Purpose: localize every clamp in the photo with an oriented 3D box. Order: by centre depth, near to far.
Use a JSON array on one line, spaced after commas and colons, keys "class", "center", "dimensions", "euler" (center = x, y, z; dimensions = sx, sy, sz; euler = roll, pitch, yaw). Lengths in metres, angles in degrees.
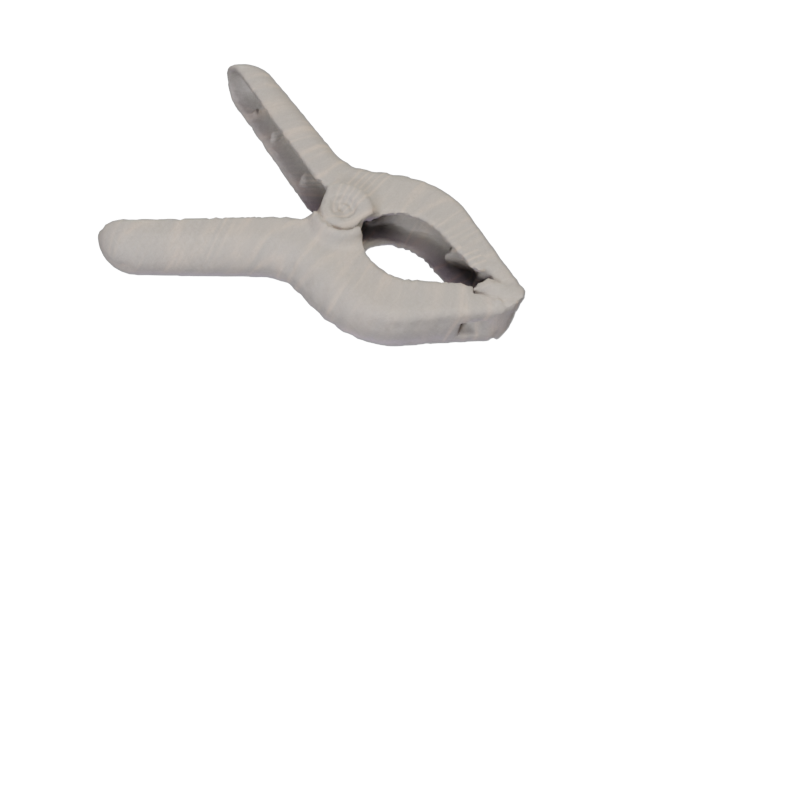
[{"class": "clamp", "center": [-0.036, -0.066, 0.464], "dimensions": [0.178, 0.123, 0.037], "euler": [32, -24, 16]}]
